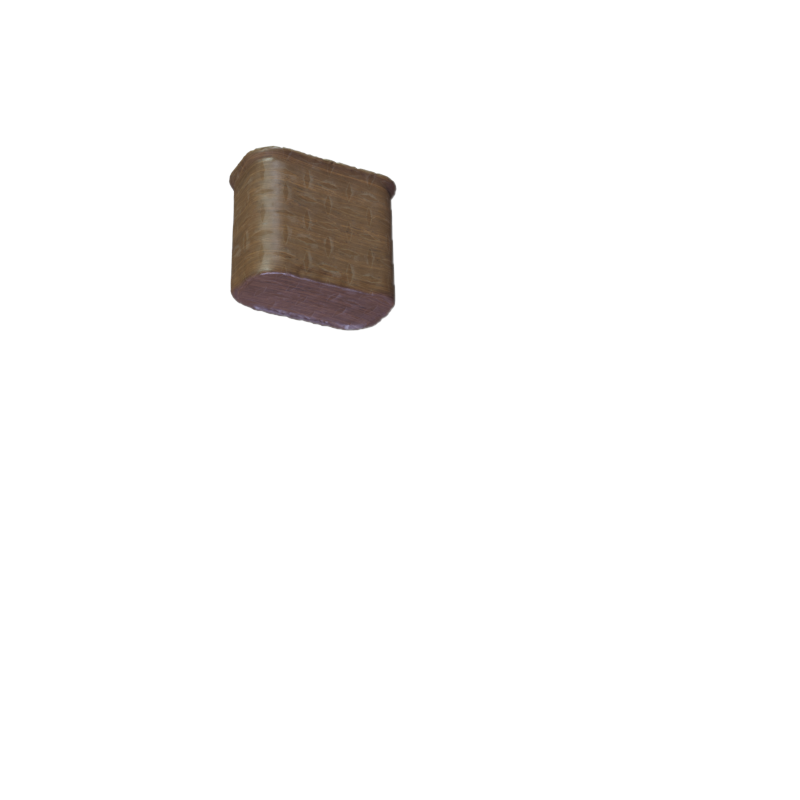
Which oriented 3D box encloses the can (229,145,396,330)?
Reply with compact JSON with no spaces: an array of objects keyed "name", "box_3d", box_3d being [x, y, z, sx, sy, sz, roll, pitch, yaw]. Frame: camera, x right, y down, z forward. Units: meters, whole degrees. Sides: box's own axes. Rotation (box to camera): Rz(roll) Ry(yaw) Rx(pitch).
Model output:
[{"name":"can","box_3d":[-0.052,-0.095,0.667,0.098,0.089,0.056,12,-29,-25]}]
